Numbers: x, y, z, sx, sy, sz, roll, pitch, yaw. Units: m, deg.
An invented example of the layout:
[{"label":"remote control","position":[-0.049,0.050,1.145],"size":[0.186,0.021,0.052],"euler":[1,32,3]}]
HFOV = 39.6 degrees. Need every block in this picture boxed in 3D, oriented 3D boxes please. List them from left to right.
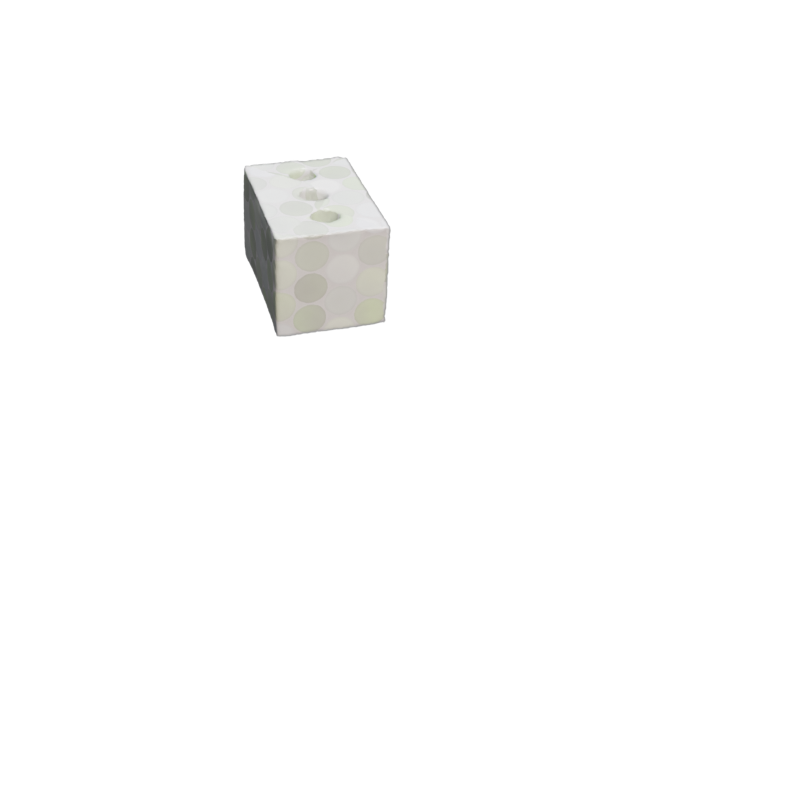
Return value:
[{"label":"block","position":[-0.040,-0.073,0.515],"size":[0.052,0.048,0.084],"euler":[-8,35,-14]}]
